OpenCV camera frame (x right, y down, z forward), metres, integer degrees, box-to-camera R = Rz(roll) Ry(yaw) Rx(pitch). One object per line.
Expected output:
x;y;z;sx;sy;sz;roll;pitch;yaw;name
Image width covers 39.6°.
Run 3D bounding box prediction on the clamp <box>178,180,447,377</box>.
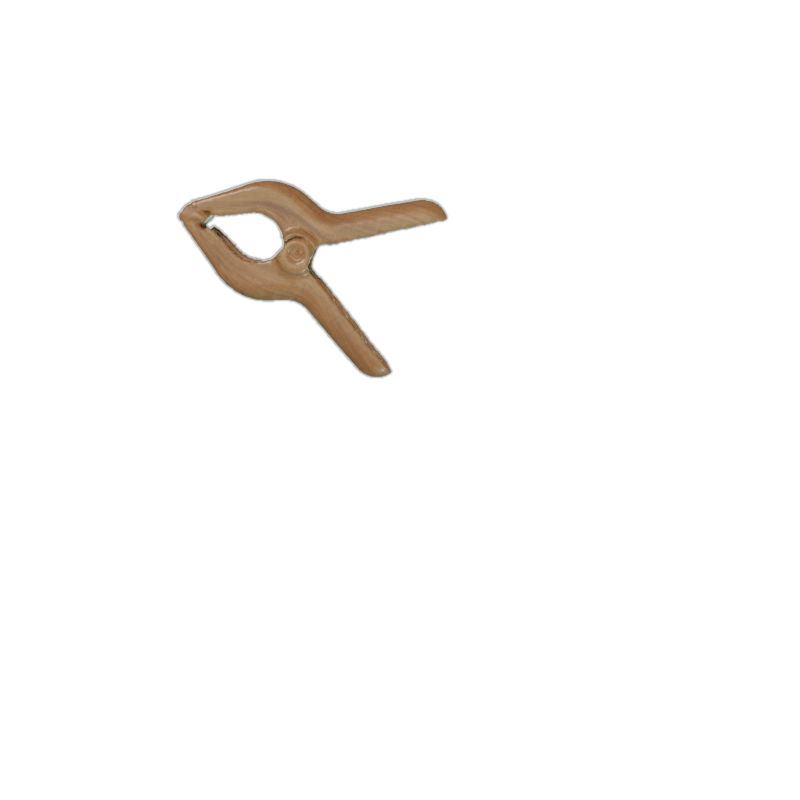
-0.057;-0.104;0.728;0.172;0.120;0.039;29;-2;1;clamp
